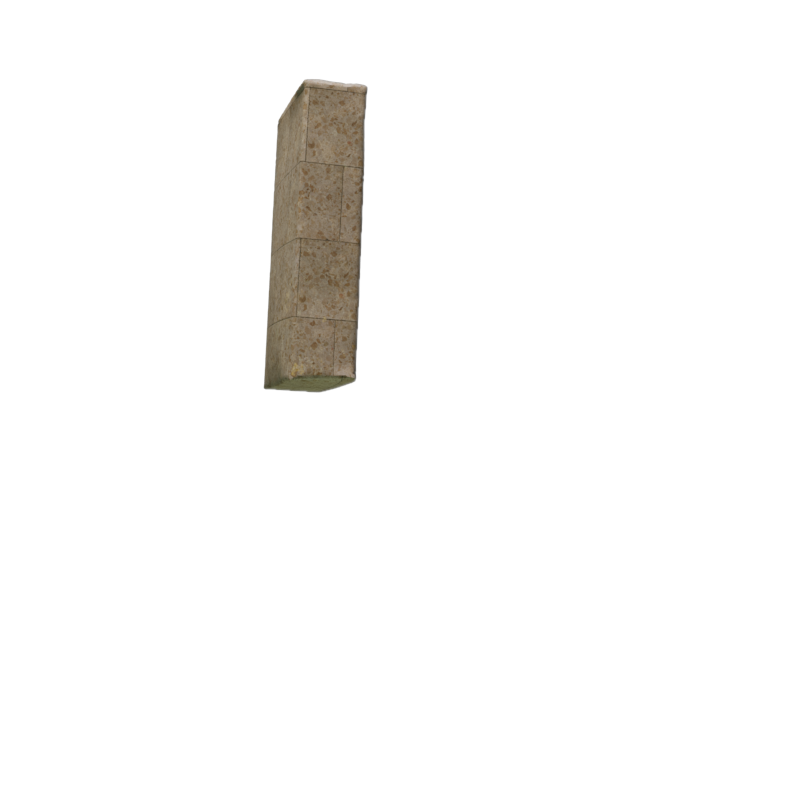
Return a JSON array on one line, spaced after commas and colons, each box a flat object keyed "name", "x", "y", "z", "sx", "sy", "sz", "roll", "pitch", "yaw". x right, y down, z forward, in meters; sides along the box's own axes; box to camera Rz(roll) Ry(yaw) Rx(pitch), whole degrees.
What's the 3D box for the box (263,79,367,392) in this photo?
[{"name": "box", "x": -0.053, "y": -0.096, "z": 0.673, "sx": 0.047, "sy": 0.181, "sz": 0.093, "roll": 2, "pitch": -10, "yaw": -16}]
